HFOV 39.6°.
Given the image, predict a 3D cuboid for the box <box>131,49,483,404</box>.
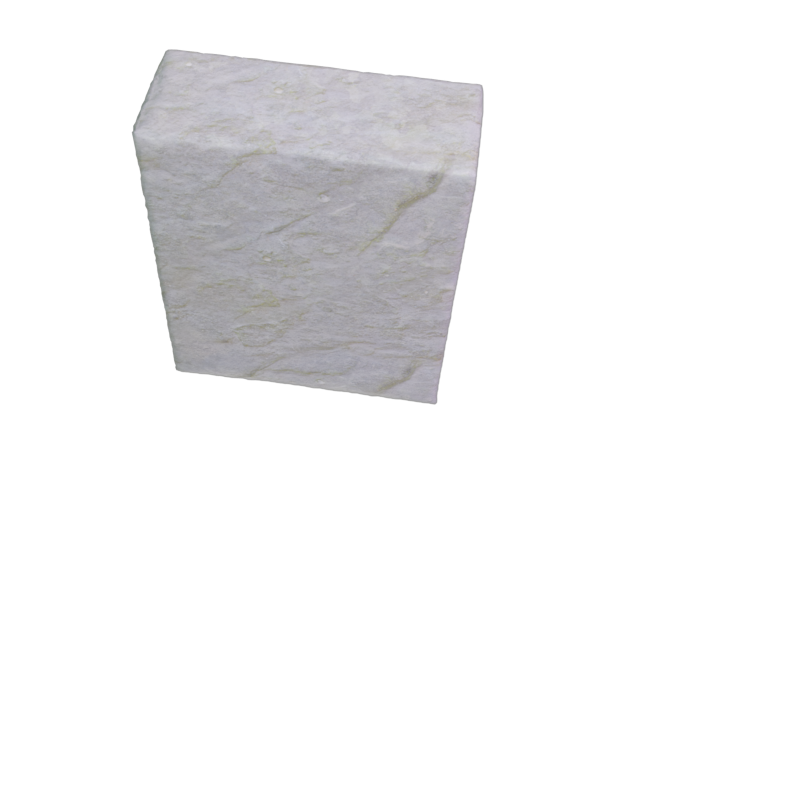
[{"bbox_3d":[-0.048,-0.087,0.611,0.165,0.076,0.200,9,-33,3],"label":"box"}]
